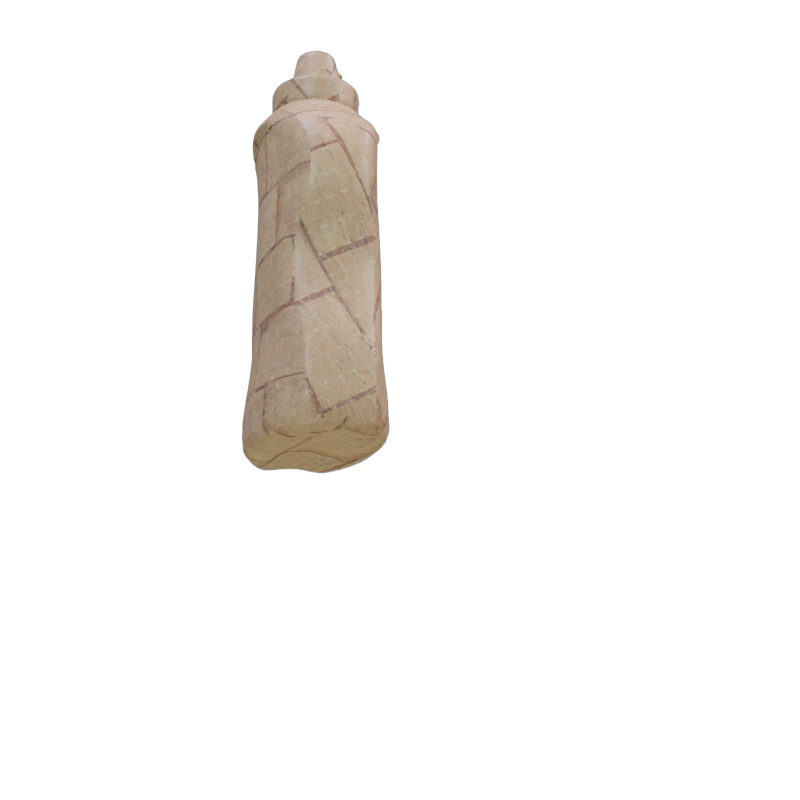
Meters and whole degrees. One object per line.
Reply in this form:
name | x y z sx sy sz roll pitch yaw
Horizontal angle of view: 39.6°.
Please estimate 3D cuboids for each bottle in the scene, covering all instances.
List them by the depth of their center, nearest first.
bottle | -0.038 -0.071 0.495 0.057 0.202 0.093 4 -22 -14
